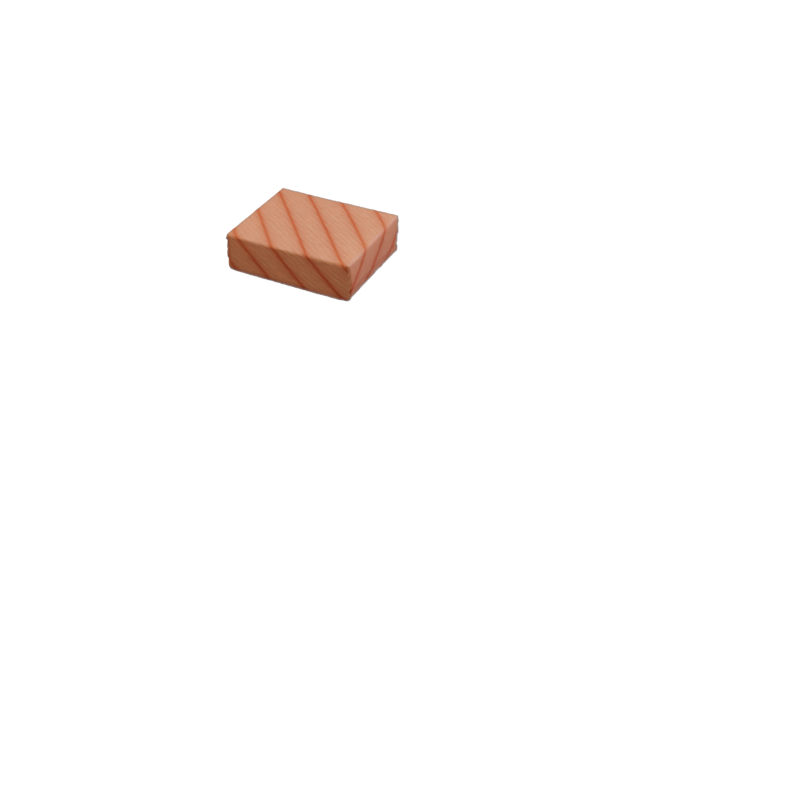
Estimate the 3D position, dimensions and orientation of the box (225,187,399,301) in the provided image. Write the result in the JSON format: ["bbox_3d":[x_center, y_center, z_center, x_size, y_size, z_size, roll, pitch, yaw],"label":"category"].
[{"bbox_3d":[-0.070,-0.128,0.896,0.118,0.036,0.092,18,40,21],"label":"box"}]
